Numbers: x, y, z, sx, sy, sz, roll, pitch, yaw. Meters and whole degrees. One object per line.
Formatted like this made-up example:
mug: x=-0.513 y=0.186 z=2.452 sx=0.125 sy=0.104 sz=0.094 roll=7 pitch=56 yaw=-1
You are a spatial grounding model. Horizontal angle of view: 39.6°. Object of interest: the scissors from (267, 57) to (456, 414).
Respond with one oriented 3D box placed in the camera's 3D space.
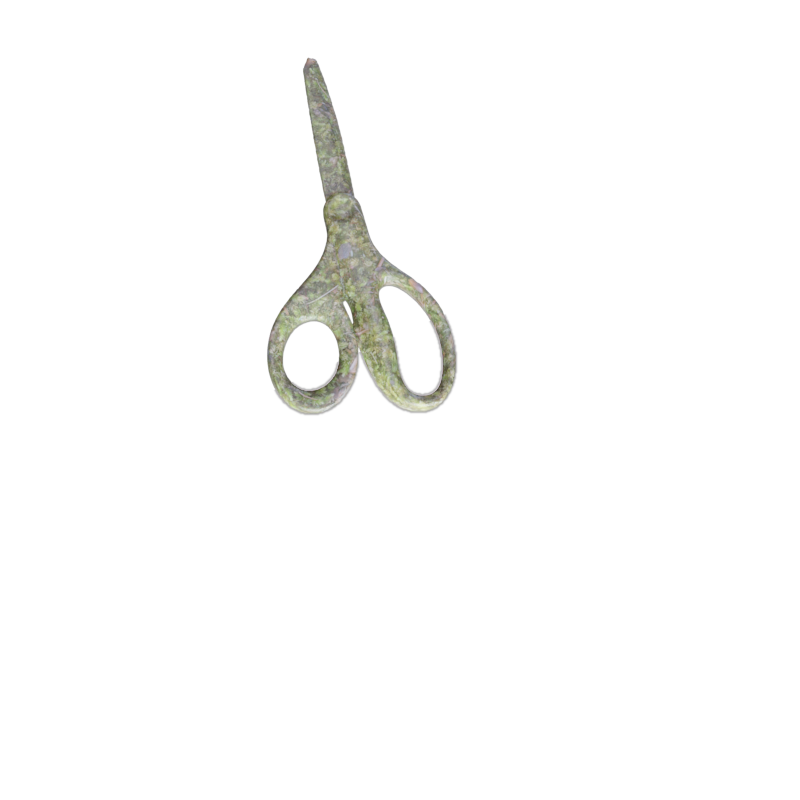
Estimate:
scissors: x=-0.043 y=-0.078 z=0.546 sx=0.096 sy=0.214 sz=0.015 roll=-23 pitch=-23 yaw=-11
